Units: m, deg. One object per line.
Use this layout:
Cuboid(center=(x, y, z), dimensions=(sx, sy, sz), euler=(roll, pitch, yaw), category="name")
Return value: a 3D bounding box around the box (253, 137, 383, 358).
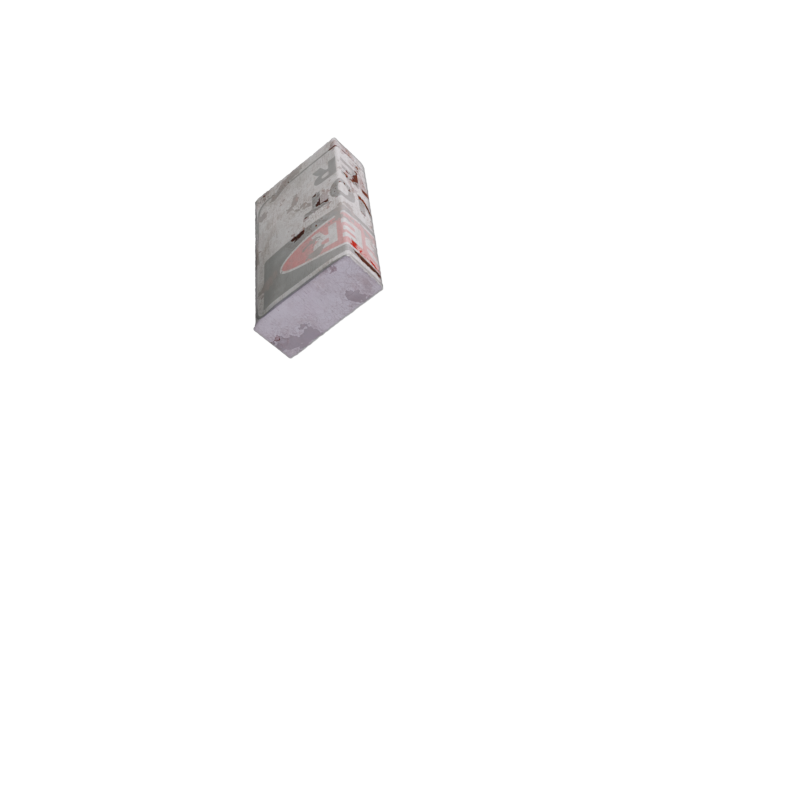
Cuboid(center=(-0.066, -0.121, 0.845), dimensions=(0.093, 0.188, 0.045), euler=(-35, -58, 21), category="box")
